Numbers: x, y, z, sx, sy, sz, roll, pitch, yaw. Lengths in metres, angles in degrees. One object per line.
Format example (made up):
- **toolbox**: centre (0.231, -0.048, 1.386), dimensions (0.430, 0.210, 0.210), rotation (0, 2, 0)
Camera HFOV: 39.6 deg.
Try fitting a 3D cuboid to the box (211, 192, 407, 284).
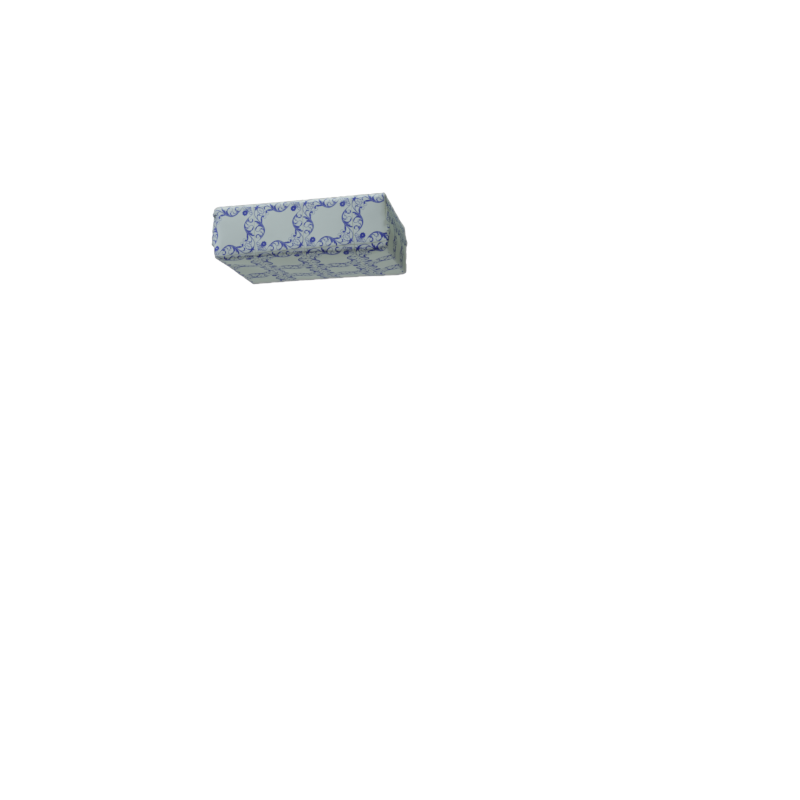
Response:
- **box**: centre (-0.057, -0.104, 0.726), dimensions (0.115, 0.040, 0.087), rotation (-1, -5, 10)
